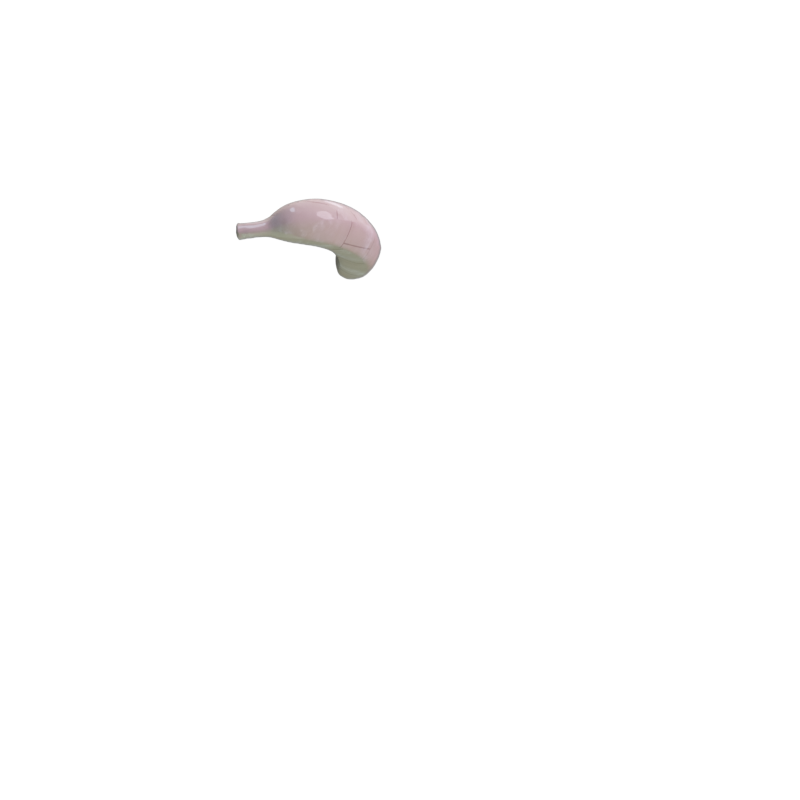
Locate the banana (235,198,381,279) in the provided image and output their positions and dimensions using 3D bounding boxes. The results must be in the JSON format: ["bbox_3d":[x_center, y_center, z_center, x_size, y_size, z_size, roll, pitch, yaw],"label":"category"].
[{"bbox_3d":[-0.053,-0.126,0.866,0.071,0.038,0.188,-3,-7,23],"label":"banana"}]
